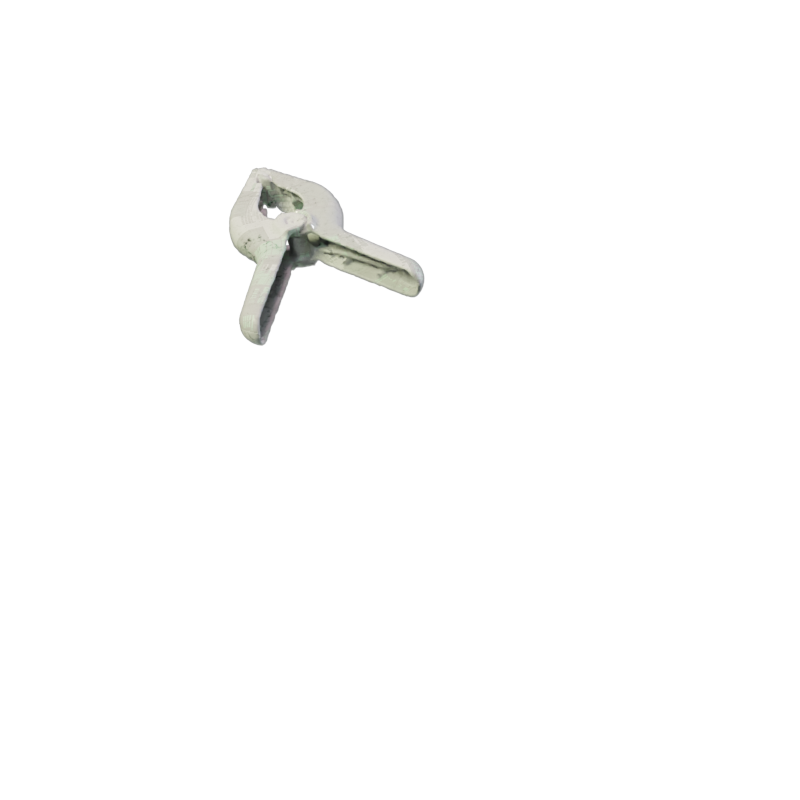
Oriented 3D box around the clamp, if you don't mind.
[{"bbox_3d":[-0.058,-0.106,0.745,0.119,0.037,0.185,-9,43,-10],"label":"clamp"}]
